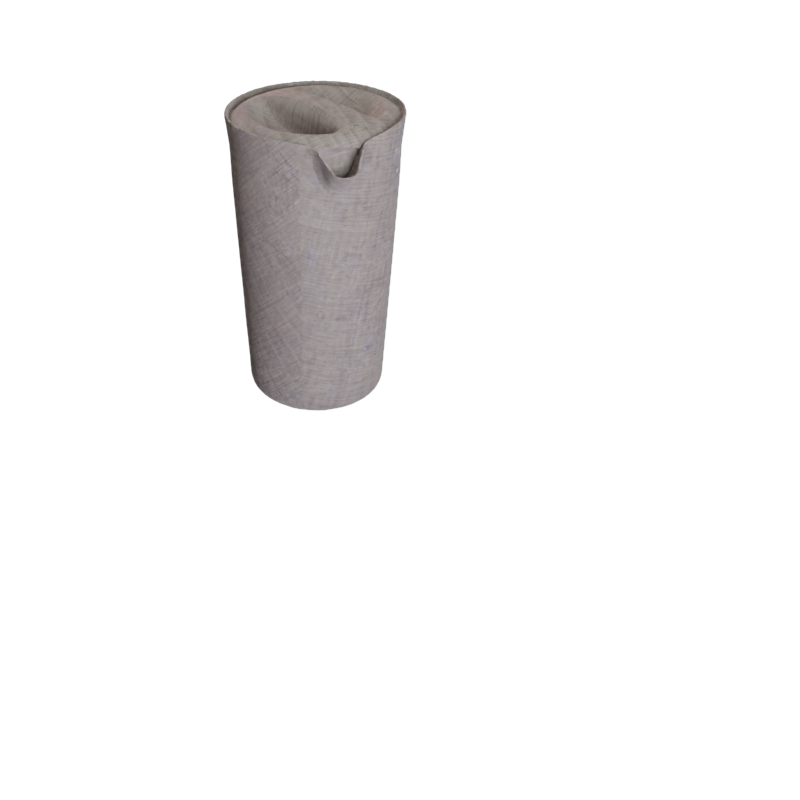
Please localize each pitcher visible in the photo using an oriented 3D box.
[{"bbox_3d":[-0.068,-0.124,0.871,0.151,0.229,0.152,15,33,22],"label":"pitcher"}]
